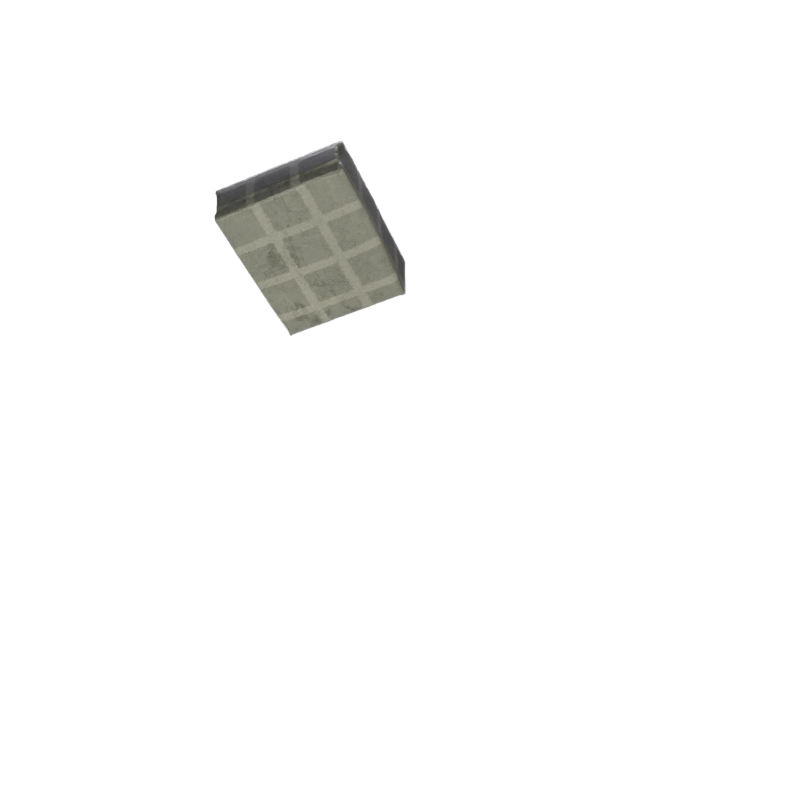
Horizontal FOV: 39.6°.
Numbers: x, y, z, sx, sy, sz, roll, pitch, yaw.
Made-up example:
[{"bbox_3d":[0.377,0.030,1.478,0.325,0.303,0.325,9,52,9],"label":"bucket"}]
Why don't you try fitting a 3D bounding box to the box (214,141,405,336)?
[{"bbox_3d":[-0.056,-0.103,0.721,0.090,0.105,0.042,-19,37,14],"label":"box"}]
